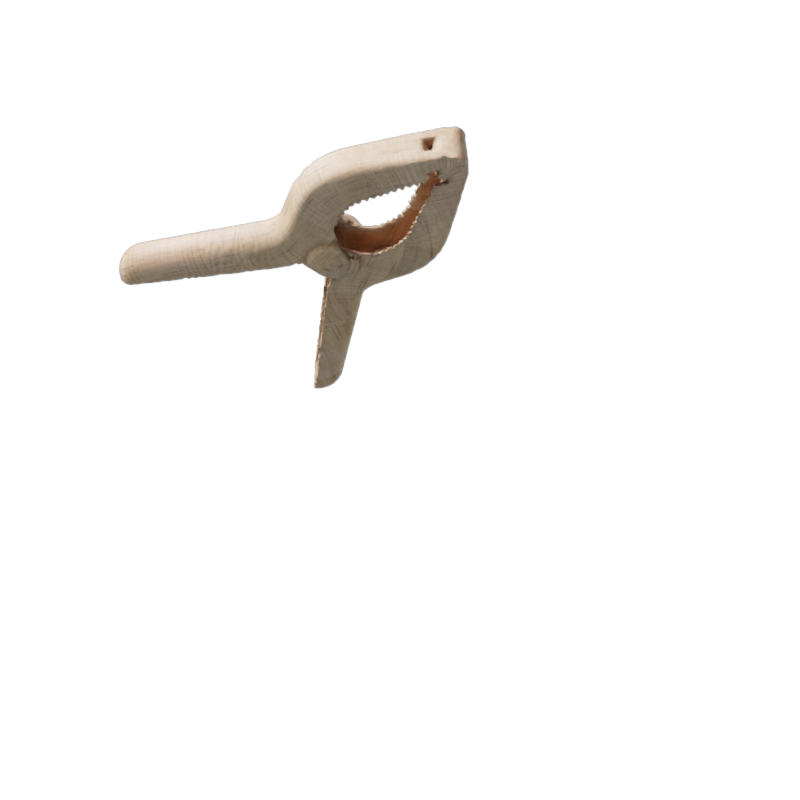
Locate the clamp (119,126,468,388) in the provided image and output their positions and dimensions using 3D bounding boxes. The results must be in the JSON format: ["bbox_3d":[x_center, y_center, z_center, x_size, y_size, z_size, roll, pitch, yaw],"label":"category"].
[{"bbox_3d":[-0.049,-0.090,0.630,0.156,0.039,0.206,25,-46,-28],"label":"clamp"}]
